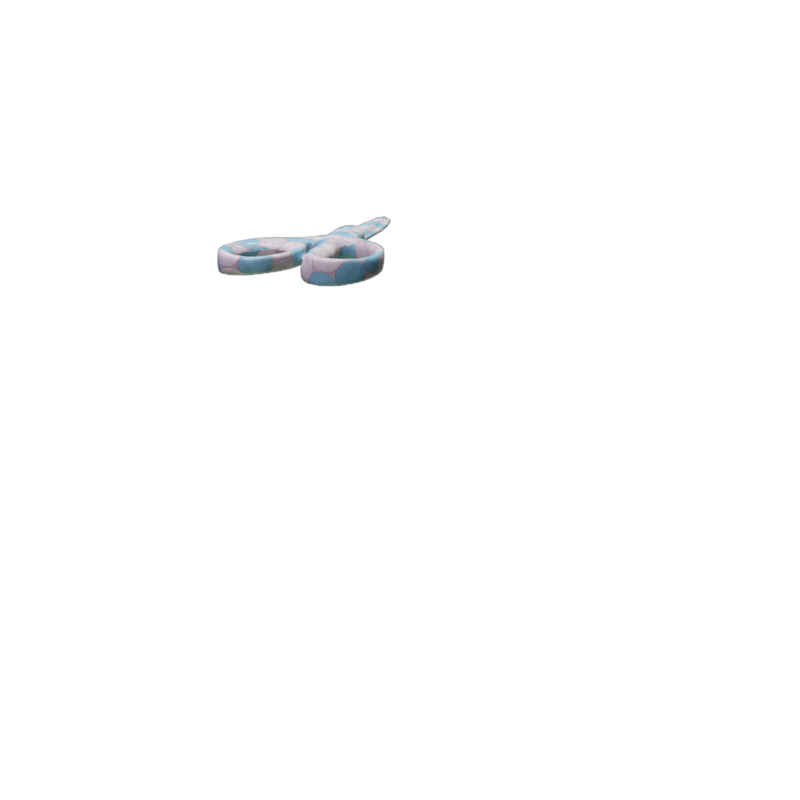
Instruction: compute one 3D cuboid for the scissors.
[{"bbox_3d":[-0.050,-0.091,0.635,0.096,0.015,0.208,0,16,-2],"label":"scissors"}]
